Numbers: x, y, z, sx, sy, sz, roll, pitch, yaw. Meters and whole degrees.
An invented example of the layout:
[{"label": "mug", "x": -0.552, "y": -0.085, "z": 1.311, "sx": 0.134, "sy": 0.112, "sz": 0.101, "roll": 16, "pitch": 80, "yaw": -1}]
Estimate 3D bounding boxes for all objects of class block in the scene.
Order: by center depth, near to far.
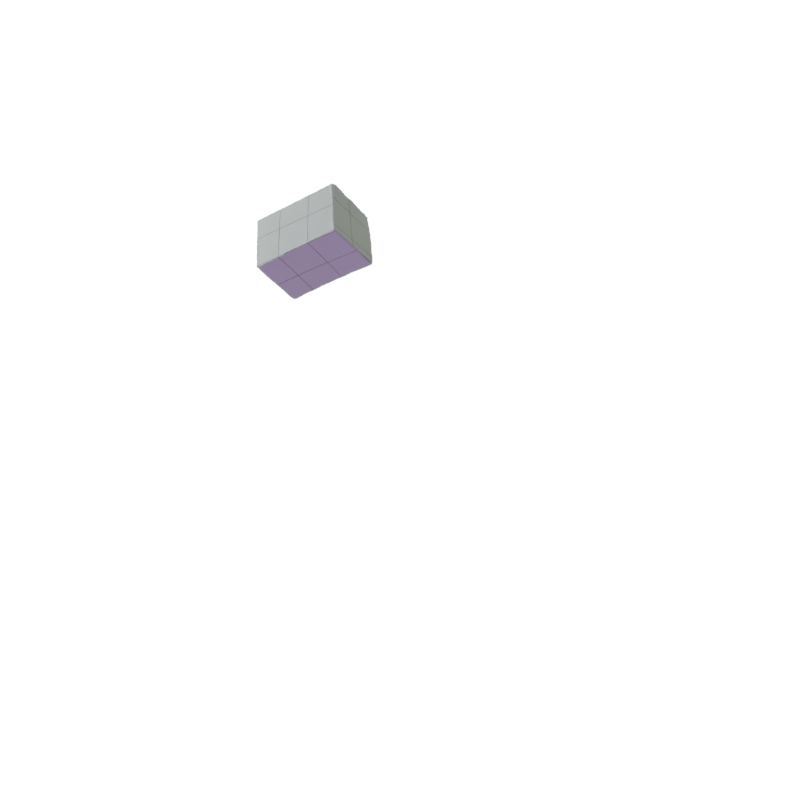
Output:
[{"label": "block", "x": -0.069, "y": -0.126, "z": 0.882, "sx": 0.078, "sy": 0.055, "sz": 0.049, "roll": -22, "pitch": -42, "yaw": 25}]
